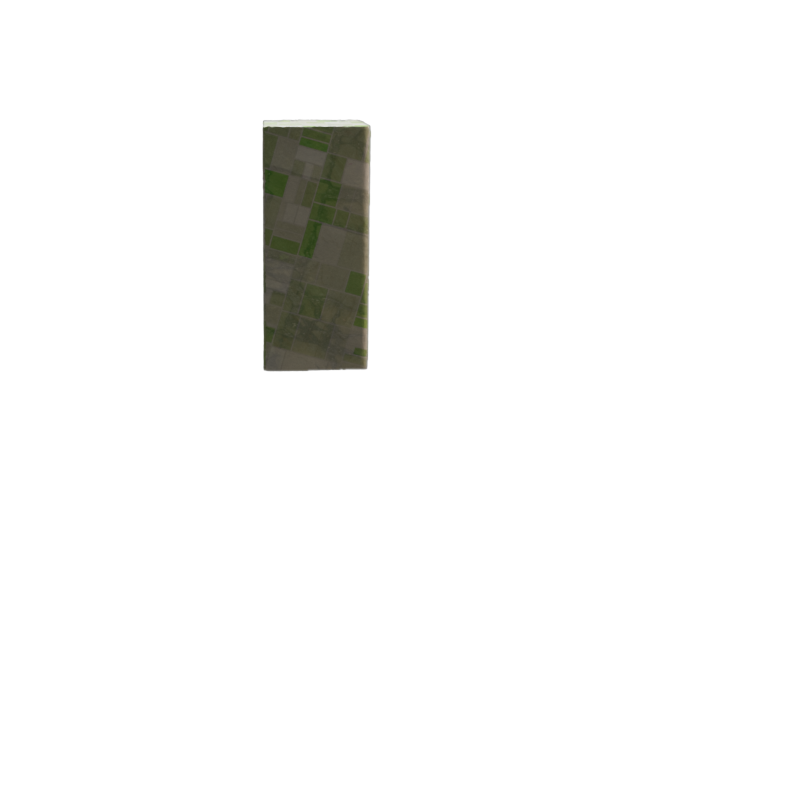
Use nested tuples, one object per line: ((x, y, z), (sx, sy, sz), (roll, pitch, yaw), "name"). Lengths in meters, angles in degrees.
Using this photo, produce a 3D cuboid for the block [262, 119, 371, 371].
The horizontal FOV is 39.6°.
((-0.074, -0.137, 0.959), (0.090, 0.201, 0.093), (0, 11, -6), "block")
